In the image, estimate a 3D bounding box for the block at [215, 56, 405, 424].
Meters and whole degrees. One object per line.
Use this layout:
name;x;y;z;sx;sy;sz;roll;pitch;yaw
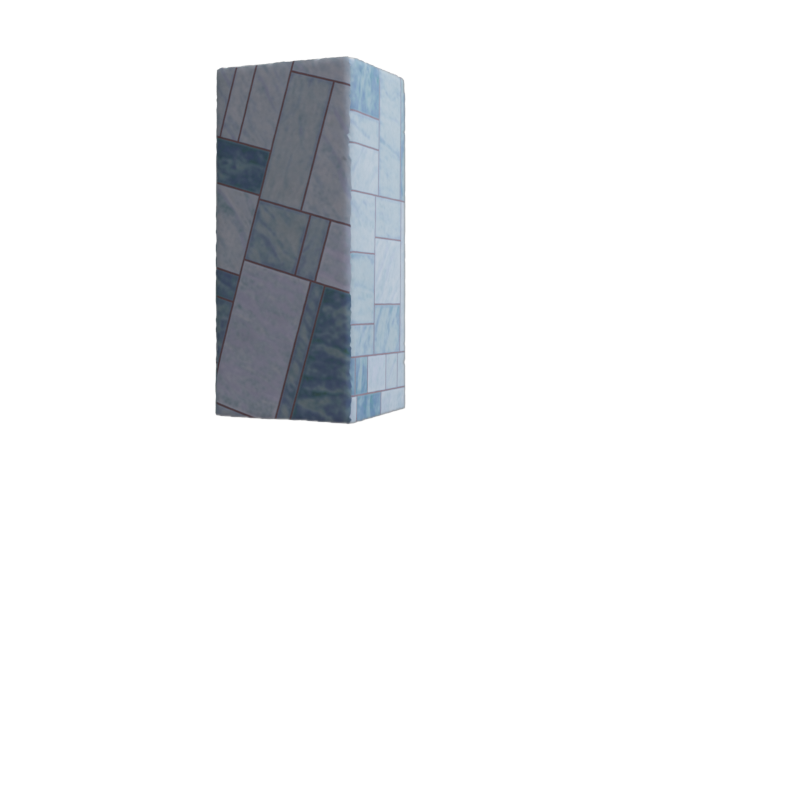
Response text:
block;-0.052;-0.096;0.674;0.093;0.207;0.088;0;-1;24
